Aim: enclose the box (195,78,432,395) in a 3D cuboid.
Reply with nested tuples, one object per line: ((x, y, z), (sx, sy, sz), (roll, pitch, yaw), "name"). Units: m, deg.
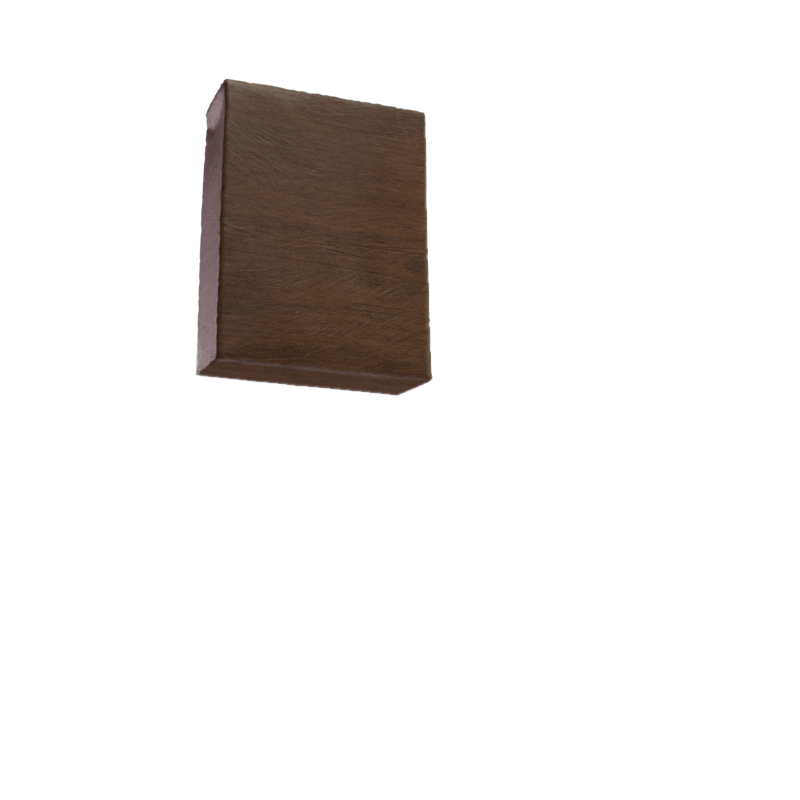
((-0.065, -0.118, 0.827), (0.159, 0.223, 0.071), (5, -20, -20), "box")
